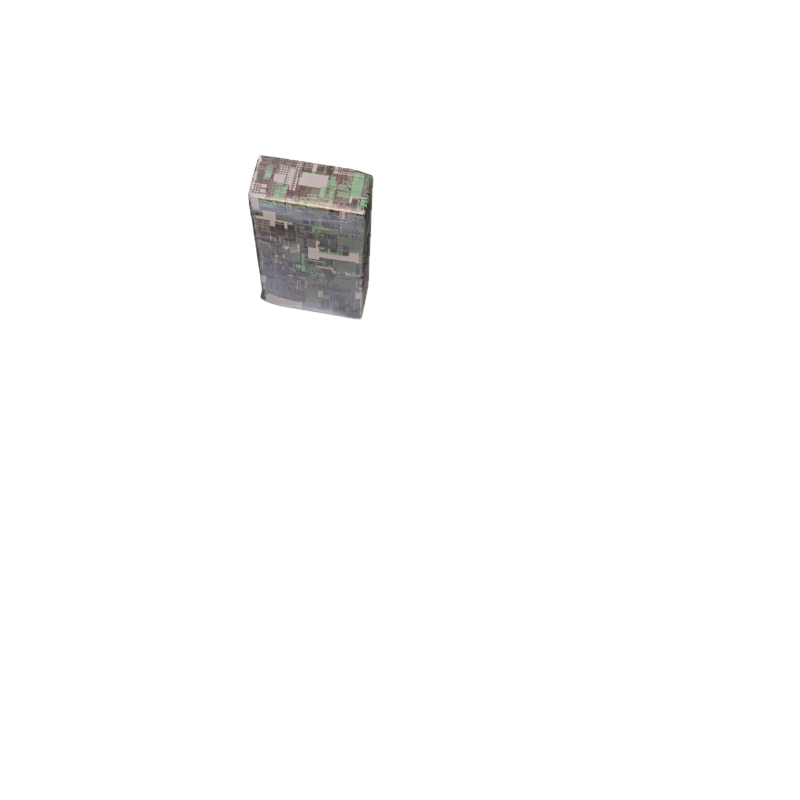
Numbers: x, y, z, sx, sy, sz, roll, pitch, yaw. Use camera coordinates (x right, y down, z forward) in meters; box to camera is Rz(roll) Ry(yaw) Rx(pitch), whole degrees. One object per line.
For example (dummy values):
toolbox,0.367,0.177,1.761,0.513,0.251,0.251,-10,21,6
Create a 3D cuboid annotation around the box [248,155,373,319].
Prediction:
box,-0.071,-0.130,0.911,0.094,0.051,0.166,12,-27,3
